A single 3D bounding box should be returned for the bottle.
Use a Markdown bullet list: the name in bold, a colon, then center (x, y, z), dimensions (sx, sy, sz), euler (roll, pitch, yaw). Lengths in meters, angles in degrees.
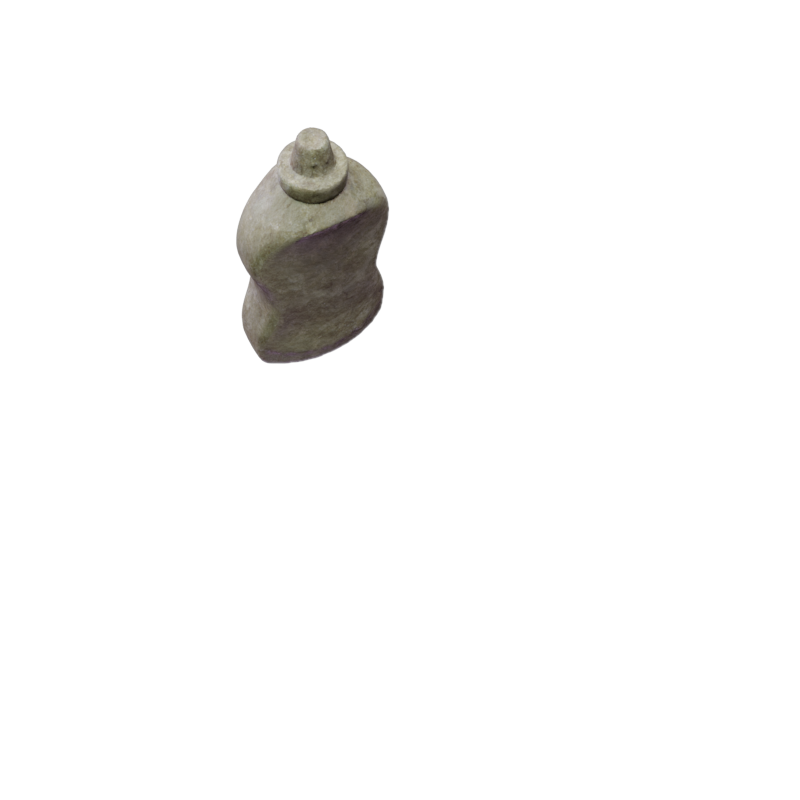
- **bottle**: center (-0.054, -0.098, 0.687), dimensions (0.095, 0.062, 0.180), euler (-23, -26, -16)
